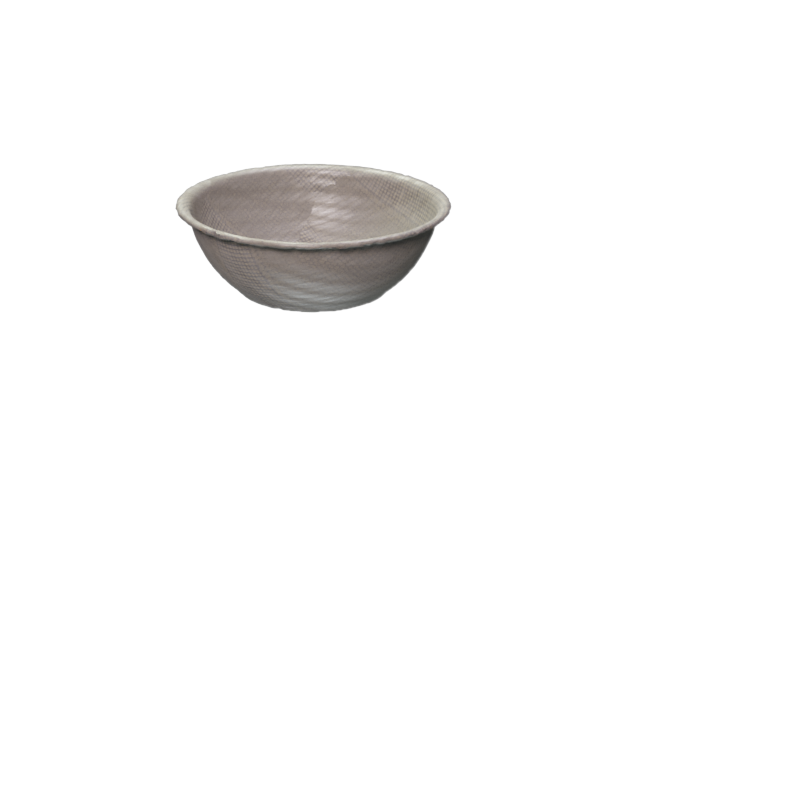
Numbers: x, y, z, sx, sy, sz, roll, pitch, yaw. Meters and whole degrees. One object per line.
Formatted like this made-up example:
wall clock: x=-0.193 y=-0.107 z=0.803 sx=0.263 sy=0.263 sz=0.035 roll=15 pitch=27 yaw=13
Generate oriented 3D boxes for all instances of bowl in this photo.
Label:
bowl: x=-0.052 y=-0.094 z=0.662 sx=0.162 sy=0.052 sz=0.170 roll=-1 pitch=25 yaw=-2
